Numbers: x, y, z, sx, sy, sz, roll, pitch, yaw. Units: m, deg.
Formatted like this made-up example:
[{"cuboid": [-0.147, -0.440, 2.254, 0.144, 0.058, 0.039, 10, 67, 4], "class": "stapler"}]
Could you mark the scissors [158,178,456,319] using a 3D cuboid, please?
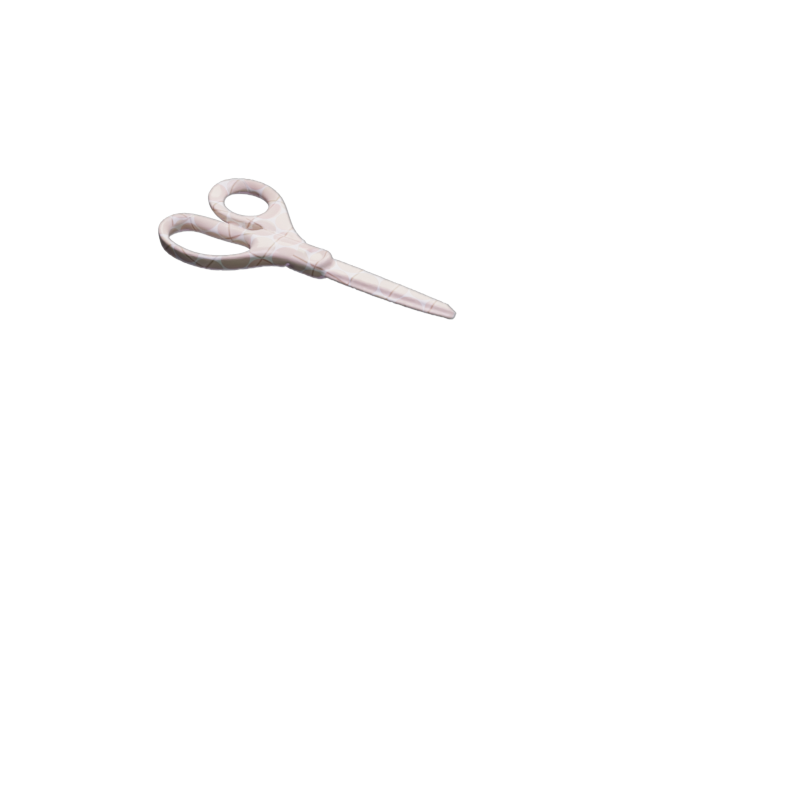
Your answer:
[{"cuboid": [-0.057, -0.103, 0.723, 0.205, 0.015, 0.101, 10, 46, 10], "class": "scissors"}]
